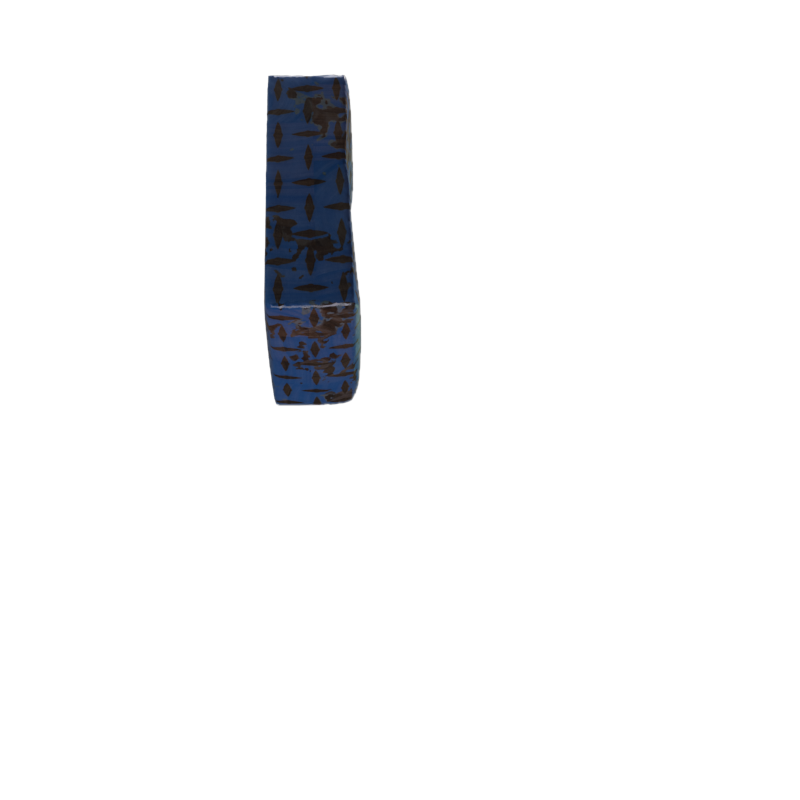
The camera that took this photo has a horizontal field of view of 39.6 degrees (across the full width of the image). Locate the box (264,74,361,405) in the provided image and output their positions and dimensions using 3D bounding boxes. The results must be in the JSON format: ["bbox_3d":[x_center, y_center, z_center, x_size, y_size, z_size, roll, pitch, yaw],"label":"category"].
[{"bbox_3d":[-0.069,-0.126,0.881,0.072,0.228,0.154,-1,-30,-3],"label":"box"}]
